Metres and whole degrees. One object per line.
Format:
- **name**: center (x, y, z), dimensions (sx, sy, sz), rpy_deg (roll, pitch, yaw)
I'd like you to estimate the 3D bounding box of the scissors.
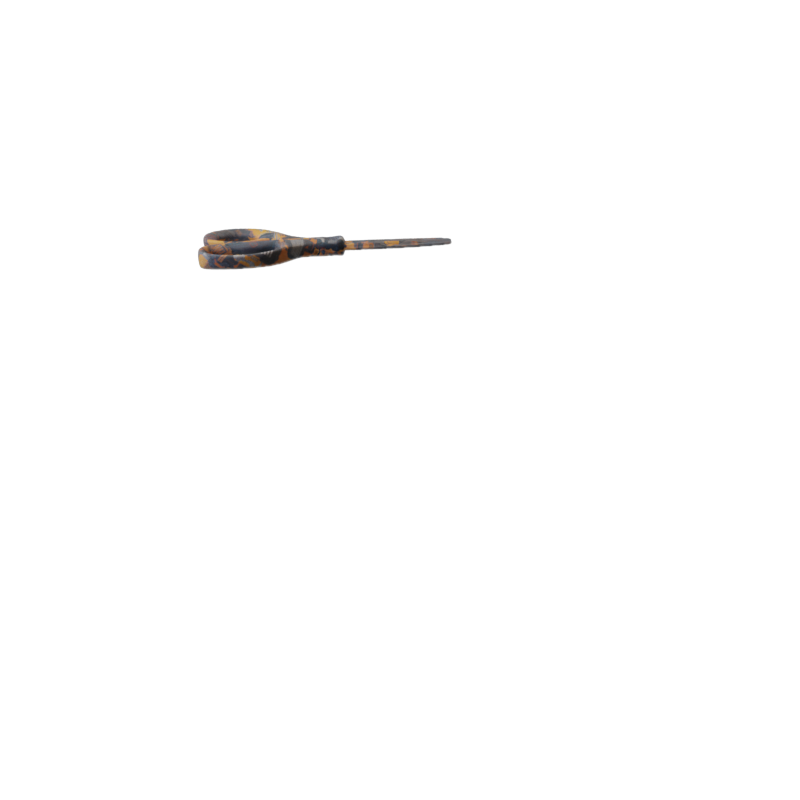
- **scissors**: center (-0.070, -0.127, 0.888), dimensions (0.197, 0.015, 0.102), rpy_deg (-10, 23, -24)
